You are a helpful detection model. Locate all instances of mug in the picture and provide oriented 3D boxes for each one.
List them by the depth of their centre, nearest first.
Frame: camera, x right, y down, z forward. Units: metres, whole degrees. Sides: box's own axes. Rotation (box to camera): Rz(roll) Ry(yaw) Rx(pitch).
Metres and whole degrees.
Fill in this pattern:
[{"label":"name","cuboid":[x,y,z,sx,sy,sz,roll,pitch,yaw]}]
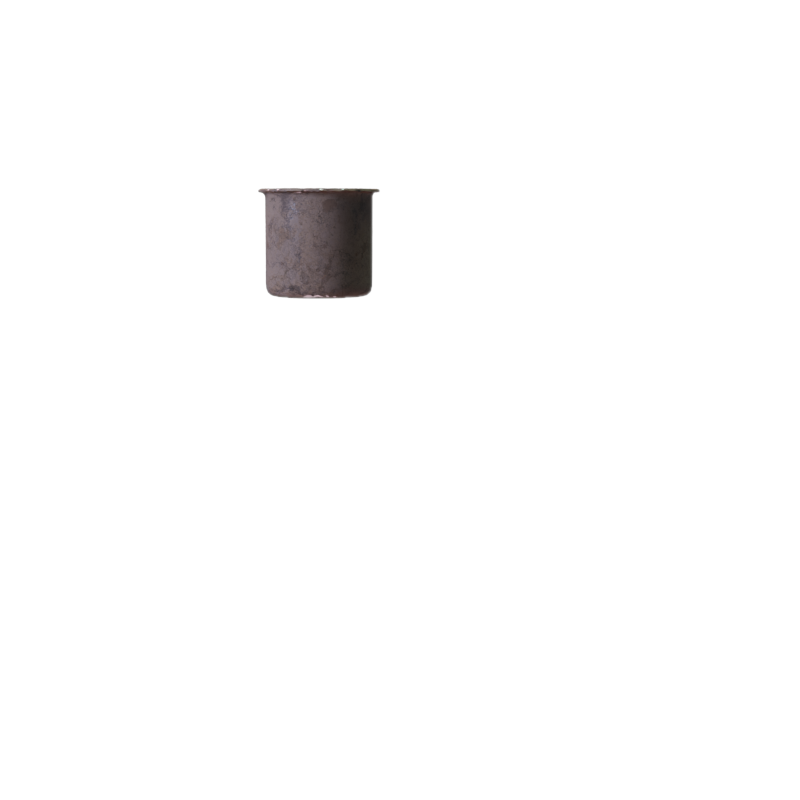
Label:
[{"label":"mug","cuboid":[-0.067,-0.123,0.858,0.091,0.081,0.122,-3,8,-24]}]
